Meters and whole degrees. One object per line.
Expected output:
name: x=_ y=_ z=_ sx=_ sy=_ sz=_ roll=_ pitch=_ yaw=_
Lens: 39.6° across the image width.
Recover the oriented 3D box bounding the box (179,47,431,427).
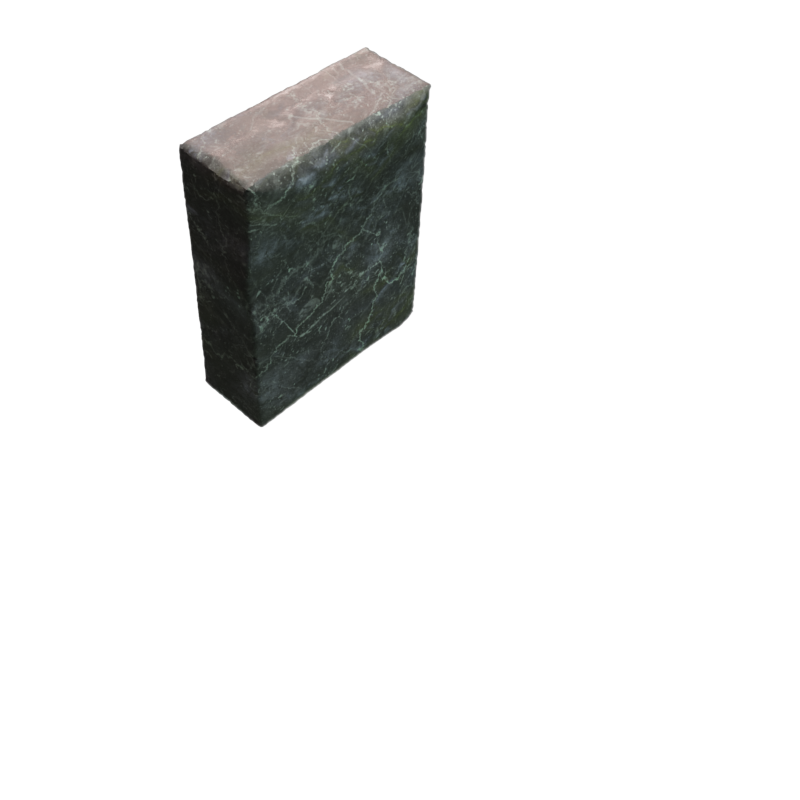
box: x=-0.059 y=-0.108 z=0.757 sx=0.076 sy=0.199 sz=0.165 roll=35 pitch=54 yaw=27
